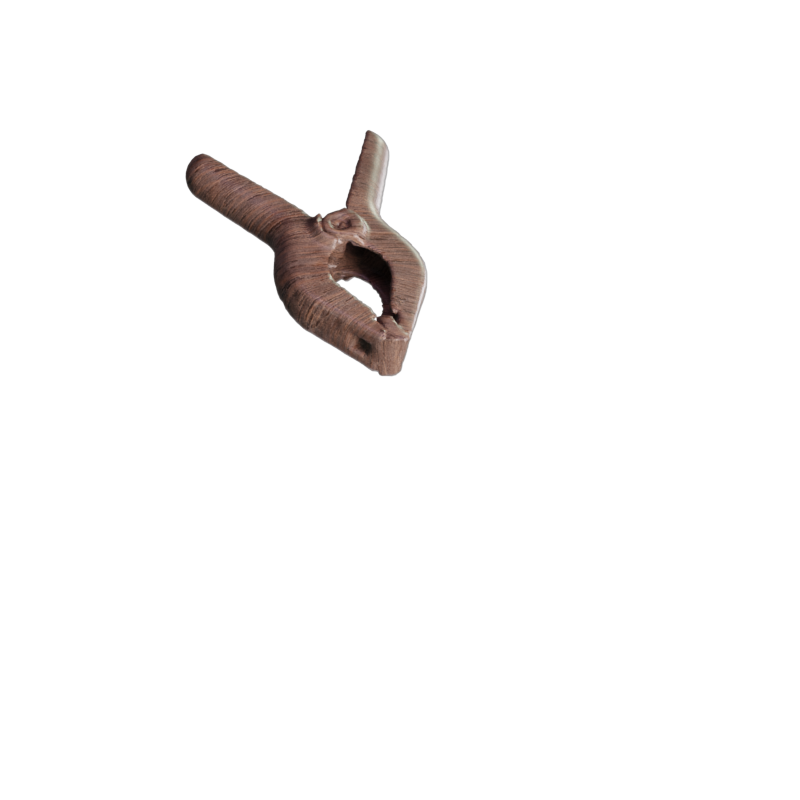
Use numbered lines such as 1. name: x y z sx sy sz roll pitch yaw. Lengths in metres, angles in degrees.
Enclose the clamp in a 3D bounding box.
1. clamp: -0.046 -0.084 0.588 0.119 0.036 0.186 -10 47 -10
